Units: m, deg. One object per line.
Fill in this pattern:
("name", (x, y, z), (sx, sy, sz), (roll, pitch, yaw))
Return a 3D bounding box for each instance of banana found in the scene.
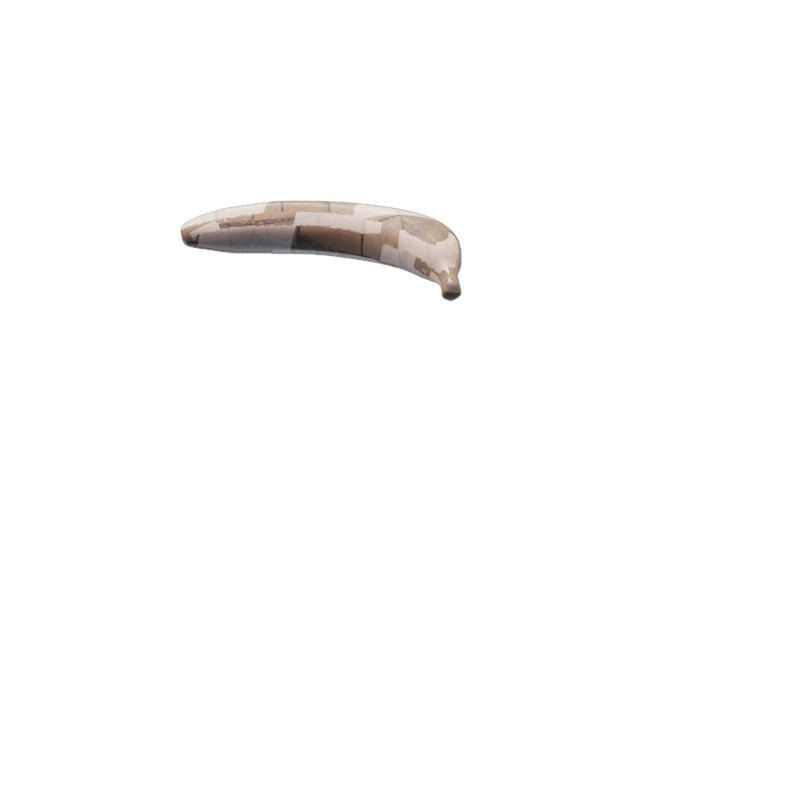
("banana", (-0.041, -0.102, 0.688), (0.207, 0.035, 0.069), (13, 24, 28))
